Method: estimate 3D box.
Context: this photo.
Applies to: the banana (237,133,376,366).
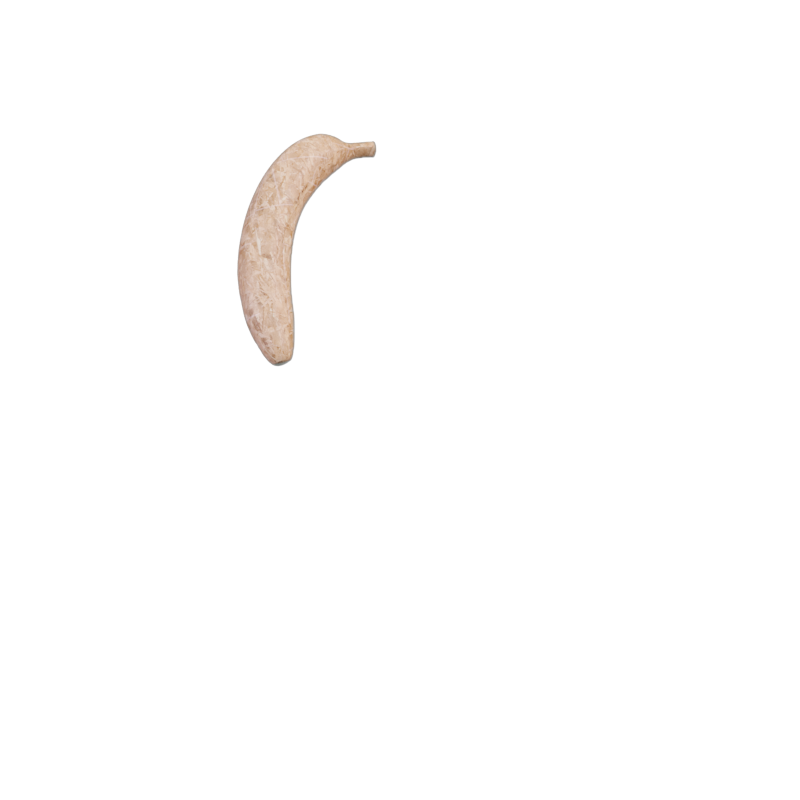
[{"bbox_3d":[-0.077,-0.120,0.783,0.071,0.206,0.035,16,-27,7],"label":"banana"}]
